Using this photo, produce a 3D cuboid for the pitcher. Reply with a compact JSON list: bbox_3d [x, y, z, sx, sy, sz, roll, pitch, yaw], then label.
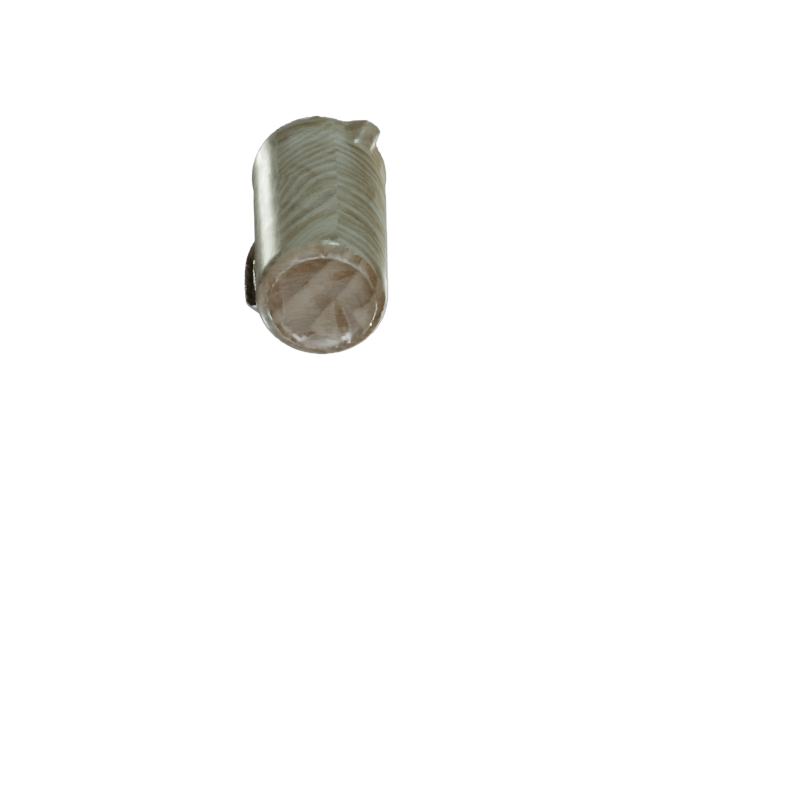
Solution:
[{"bbox_3d":[-0.078,-0.143,1.000,0.145,0.140,0.259,-4,34,0],"label":"pitcher"}]
